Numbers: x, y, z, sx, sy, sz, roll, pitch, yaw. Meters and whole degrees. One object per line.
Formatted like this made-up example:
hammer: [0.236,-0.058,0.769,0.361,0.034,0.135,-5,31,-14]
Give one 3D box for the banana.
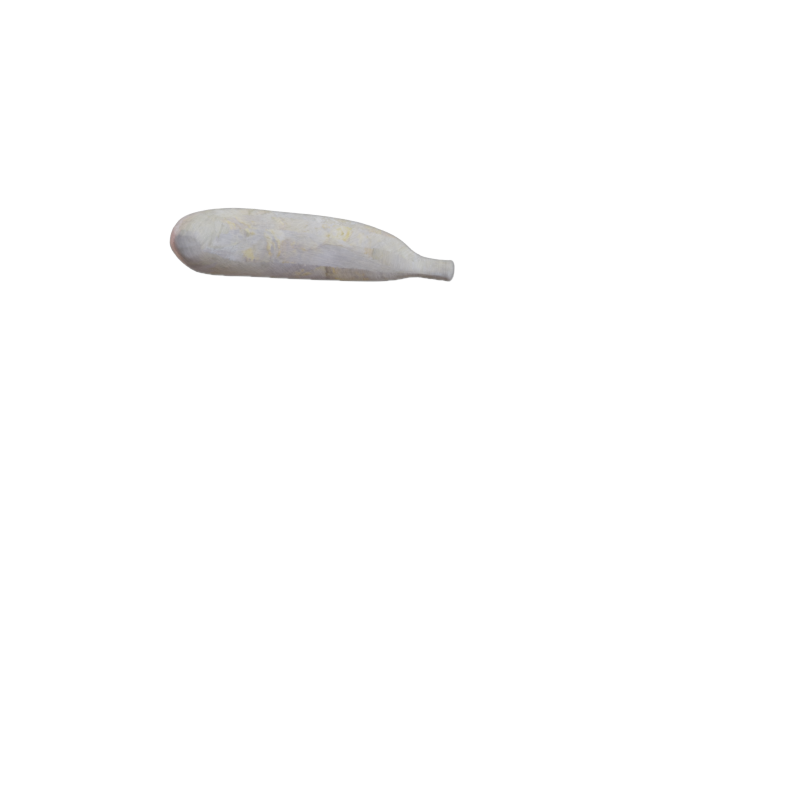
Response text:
banana: [-0.057,-0.084,0.594,0.072,0.037,0.190,2,4,44]
